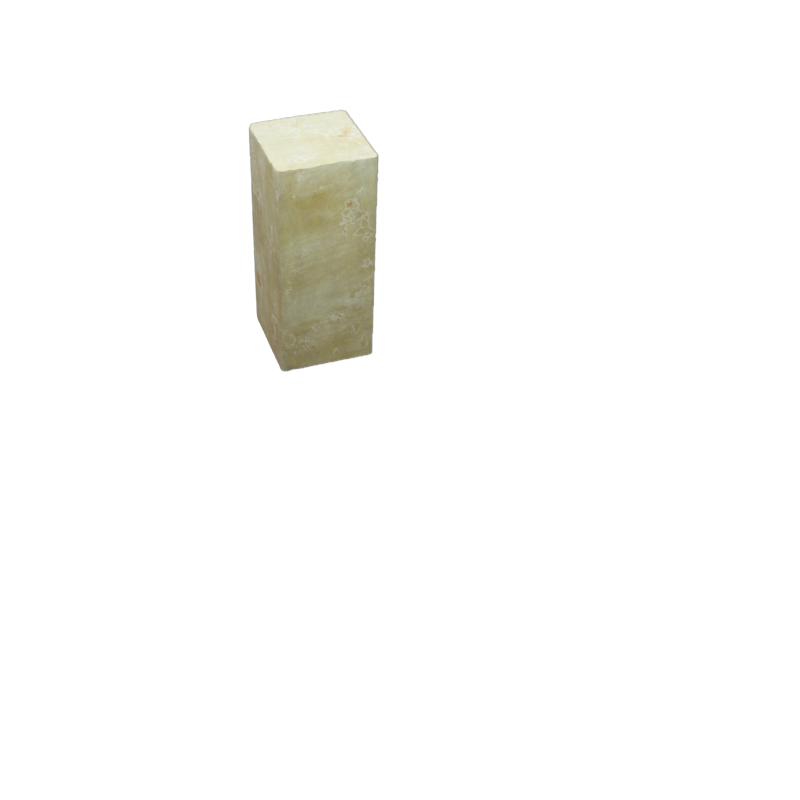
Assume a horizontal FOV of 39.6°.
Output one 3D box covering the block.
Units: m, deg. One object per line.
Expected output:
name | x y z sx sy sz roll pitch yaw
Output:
block | -0.077 -0.139 0.976 0.089 0.193 0.098 -10 39 -17
